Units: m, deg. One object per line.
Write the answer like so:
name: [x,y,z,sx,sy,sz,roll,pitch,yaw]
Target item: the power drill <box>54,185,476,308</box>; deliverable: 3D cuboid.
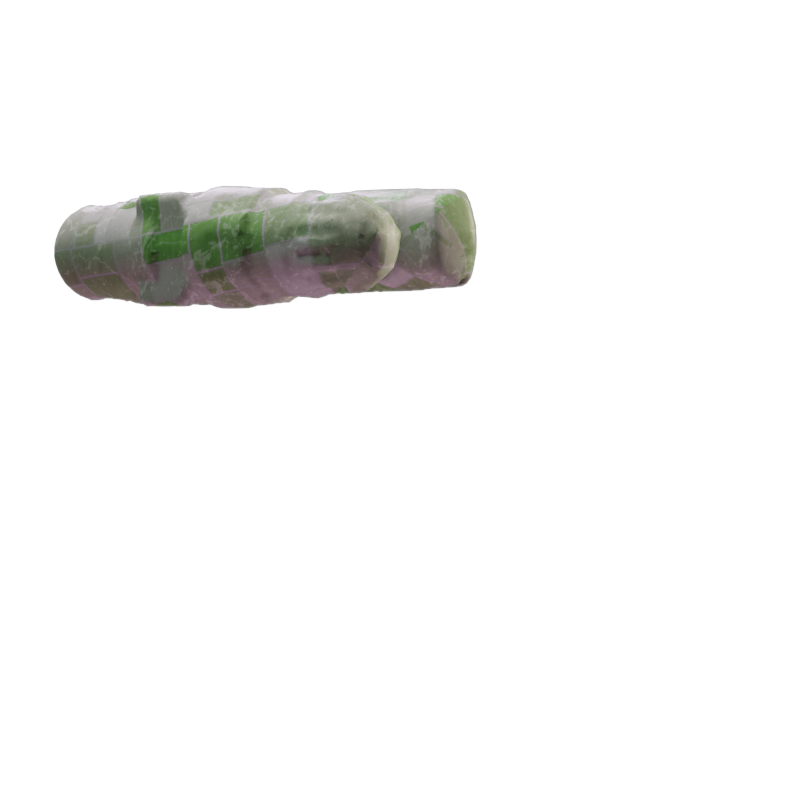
power drill: [-0.042,-0.076,0.532,0.192,0.057,0.182,6,9,36]
